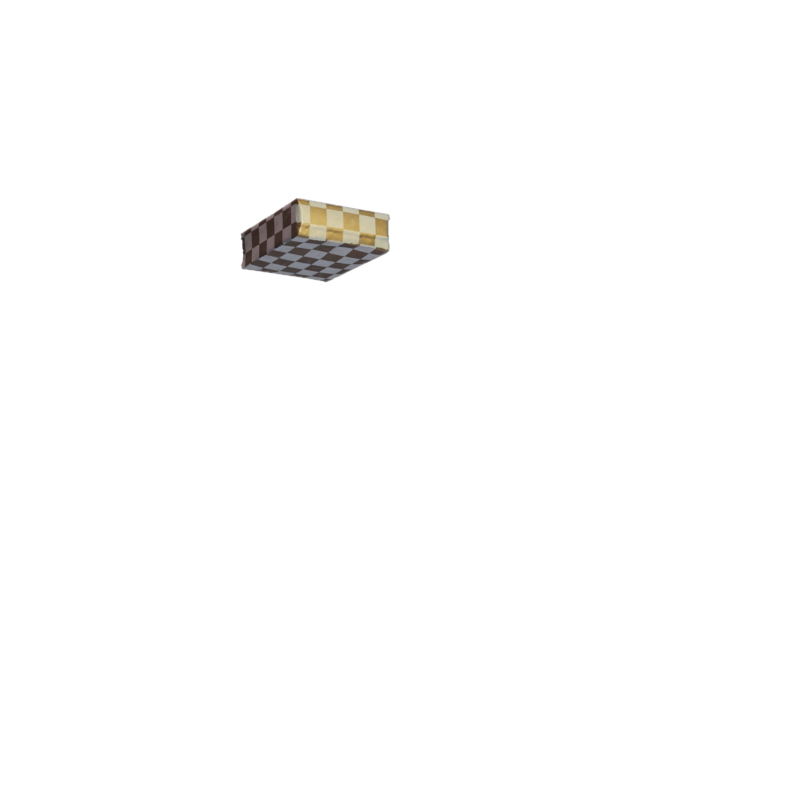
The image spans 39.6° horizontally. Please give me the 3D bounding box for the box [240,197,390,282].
[{"bbox_3d":[-0.075,-0.136,0.956,0.086,0.040,0.114,8,-15,-30],"label":"box"}]
